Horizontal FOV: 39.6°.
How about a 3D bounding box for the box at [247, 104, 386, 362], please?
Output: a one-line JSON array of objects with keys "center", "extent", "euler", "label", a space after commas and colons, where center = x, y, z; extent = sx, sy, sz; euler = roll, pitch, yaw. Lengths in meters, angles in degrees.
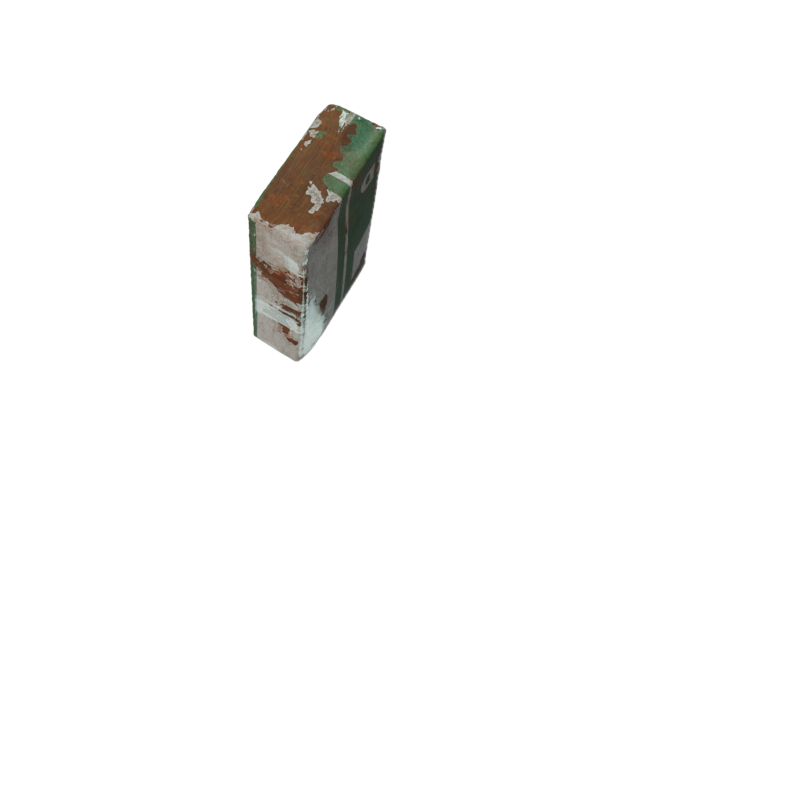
[{"center": [-0.054, -0.099, 0.693], "extent": [0.049, 0.096, 0.167], "euler": [28, -22, 7], "label": "box"}]
